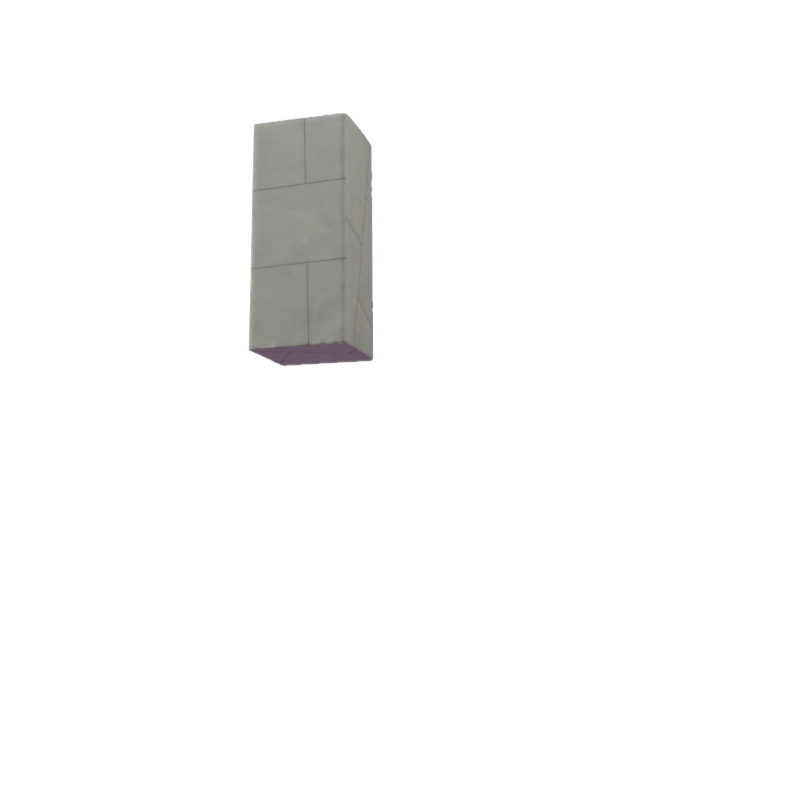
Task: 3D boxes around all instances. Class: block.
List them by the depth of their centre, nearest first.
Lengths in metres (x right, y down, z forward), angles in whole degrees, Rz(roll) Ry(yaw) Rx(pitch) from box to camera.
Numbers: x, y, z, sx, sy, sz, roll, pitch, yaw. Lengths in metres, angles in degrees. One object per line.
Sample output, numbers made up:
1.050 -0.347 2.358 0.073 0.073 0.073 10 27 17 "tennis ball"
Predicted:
-0.077 -0.142 0.996 0.092 0.214 0.085 -5 -15 15 "block"
